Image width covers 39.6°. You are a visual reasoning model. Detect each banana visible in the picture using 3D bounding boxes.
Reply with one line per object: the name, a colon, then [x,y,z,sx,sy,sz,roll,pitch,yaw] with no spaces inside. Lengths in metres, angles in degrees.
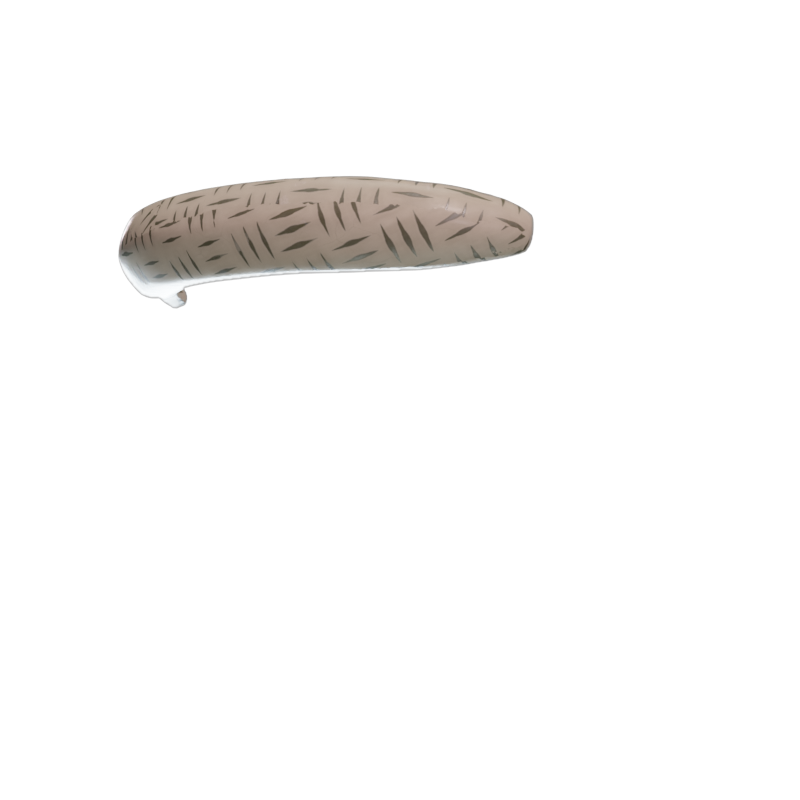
banana: [-0.049,-0.062,0.424,0.204,0.037,0.066,-1,-3,41]
